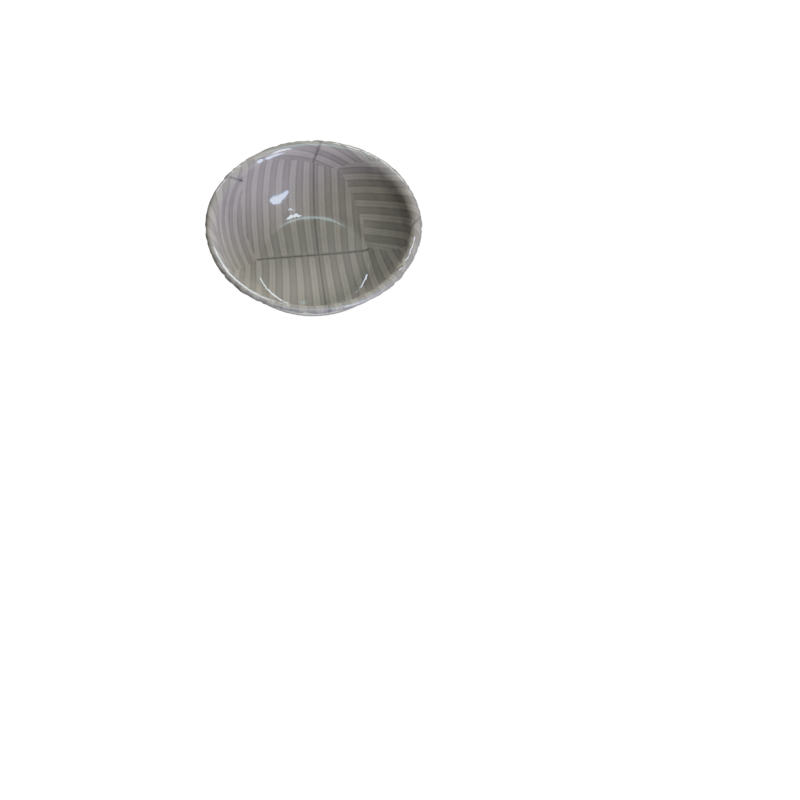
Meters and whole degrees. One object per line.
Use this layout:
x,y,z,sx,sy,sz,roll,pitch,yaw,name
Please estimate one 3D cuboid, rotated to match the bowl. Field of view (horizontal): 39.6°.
-0.066,-0.121,0.846,0.162,0.173,0.051,-1,-34,-1,bowl
